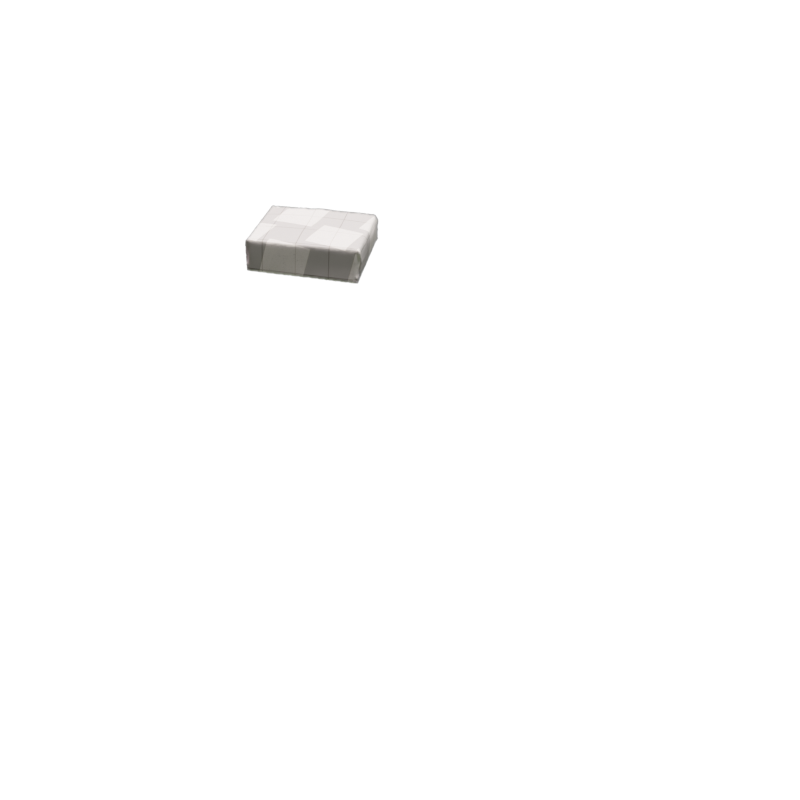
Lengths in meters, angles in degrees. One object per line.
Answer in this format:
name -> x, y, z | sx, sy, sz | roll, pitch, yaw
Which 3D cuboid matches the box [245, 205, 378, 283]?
box -> -0.067, -0.122, 0.855 | 0.091, 0.028, 0.076 | 6, 30, 10
